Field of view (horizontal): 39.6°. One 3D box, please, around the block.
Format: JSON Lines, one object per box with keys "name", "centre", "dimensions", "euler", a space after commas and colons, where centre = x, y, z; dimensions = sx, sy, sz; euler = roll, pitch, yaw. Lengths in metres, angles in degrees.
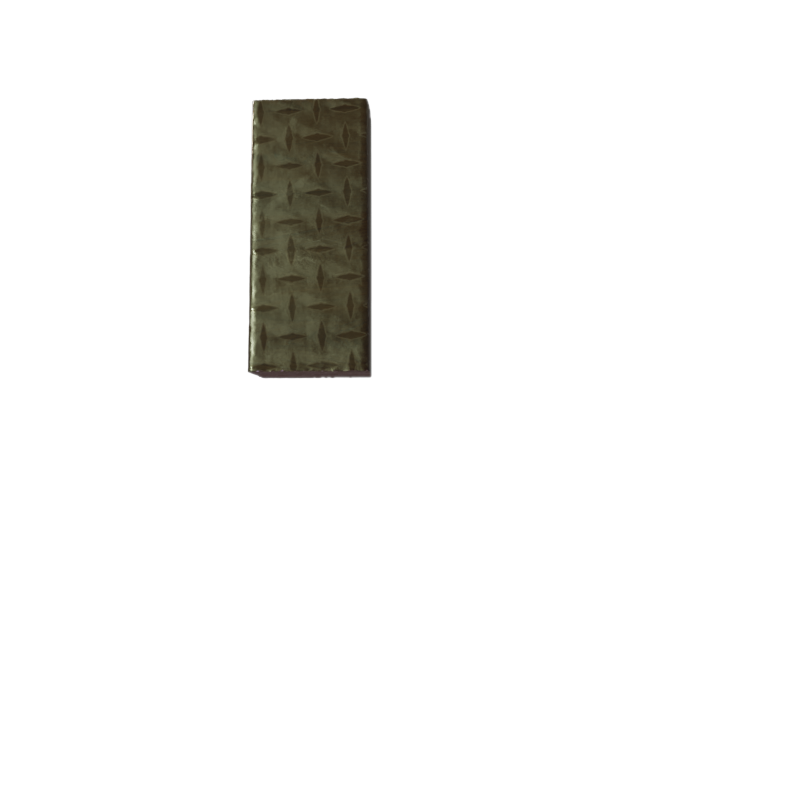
{"name": "block", "centre": [-0.067, -0.123, 0.864], "dimensions": [0.091, 0.211, 0.088], "euler": [-1, -9, 2]}
